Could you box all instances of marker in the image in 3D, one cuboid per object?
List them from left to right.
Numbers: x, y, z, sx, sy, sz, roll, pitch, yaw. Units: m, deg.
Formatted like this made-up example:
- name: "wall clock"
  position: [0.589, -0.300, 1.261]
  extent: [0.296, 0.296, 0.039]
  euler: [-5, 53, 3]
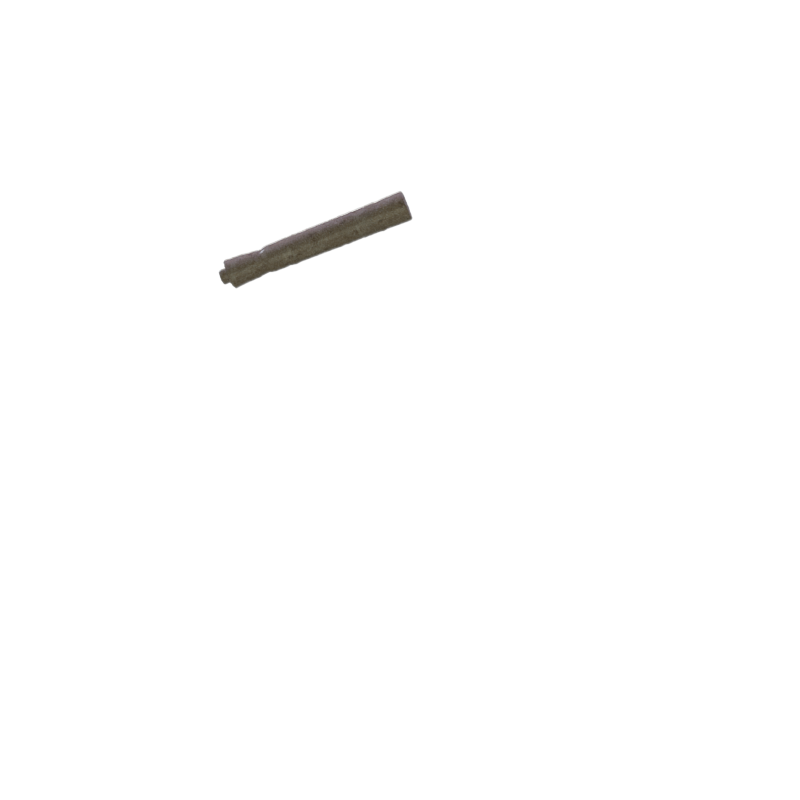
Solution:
- name: "marker"
  position: [-0.052, -0.095, 0.667]
  extent: [0.121, 0.020, 0.020]
  euler: [-20, 2, 7]
